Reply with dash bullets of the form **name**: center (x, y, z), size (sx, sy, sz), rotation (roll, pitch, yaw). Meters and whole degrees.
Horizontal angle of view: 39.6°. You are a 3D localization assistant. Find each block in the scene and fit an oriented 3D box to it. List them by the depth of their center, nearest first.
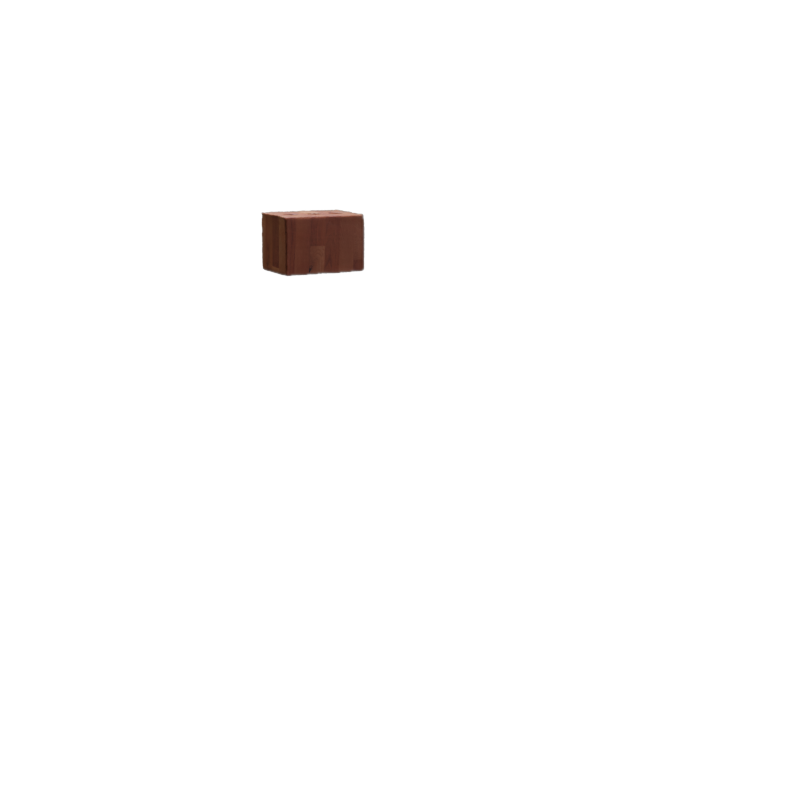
- **block**: center (-0.076, -0.138, 0.970), size (0.076, 0.050, 0.055), rotation (-6, 12, -27)
